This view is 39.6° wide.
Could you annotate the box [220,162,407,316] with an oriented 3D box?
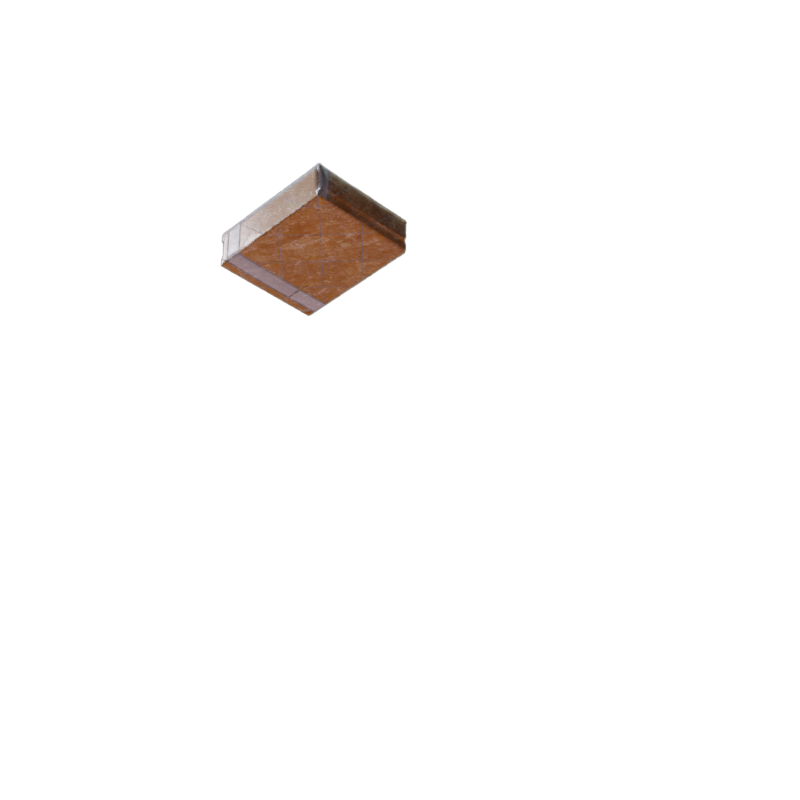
[{"bbox_3d":[-0.052,-0.095,0.664,0.069,0.032,0.089,30,-46,-35],"label":"box"}]
